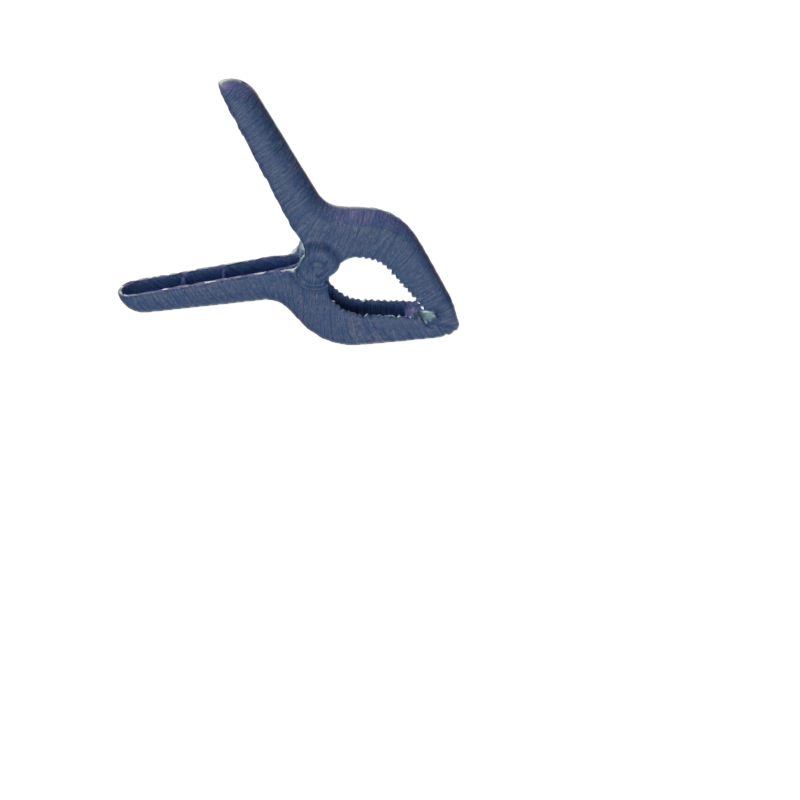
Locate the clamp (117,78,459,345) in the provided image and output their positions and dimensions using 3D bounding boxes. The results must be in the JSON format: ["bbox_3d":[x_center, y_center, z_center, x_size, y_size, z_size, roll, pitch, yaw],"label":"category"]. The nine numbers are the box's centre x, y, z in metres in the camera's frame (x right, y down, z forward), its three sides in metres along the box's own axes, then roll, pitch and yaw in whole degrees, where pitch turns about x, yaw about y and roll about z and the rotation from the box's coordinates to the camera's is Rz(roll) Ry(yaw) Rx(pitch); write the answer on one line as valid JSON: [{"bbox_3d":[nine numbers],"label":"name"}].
[{"bbox_3d":[-0.054,-0.099,0.691,0.206,0.158,0.038,18,26,-9],"label":"clamp"}]
